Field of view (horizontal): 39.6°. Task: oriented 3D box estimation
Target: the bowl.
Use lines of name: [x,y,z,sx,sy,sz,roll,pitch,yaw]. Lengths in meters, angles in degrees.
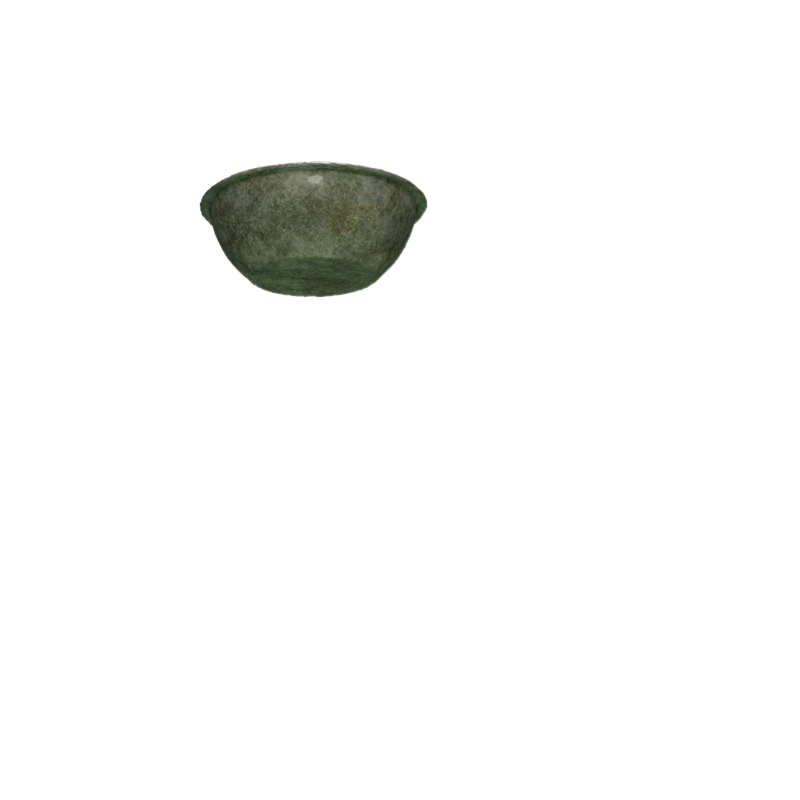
bowl: [-0.061,-0.112,0.781,0.162,0.057,0.156,0,-13,-2]
